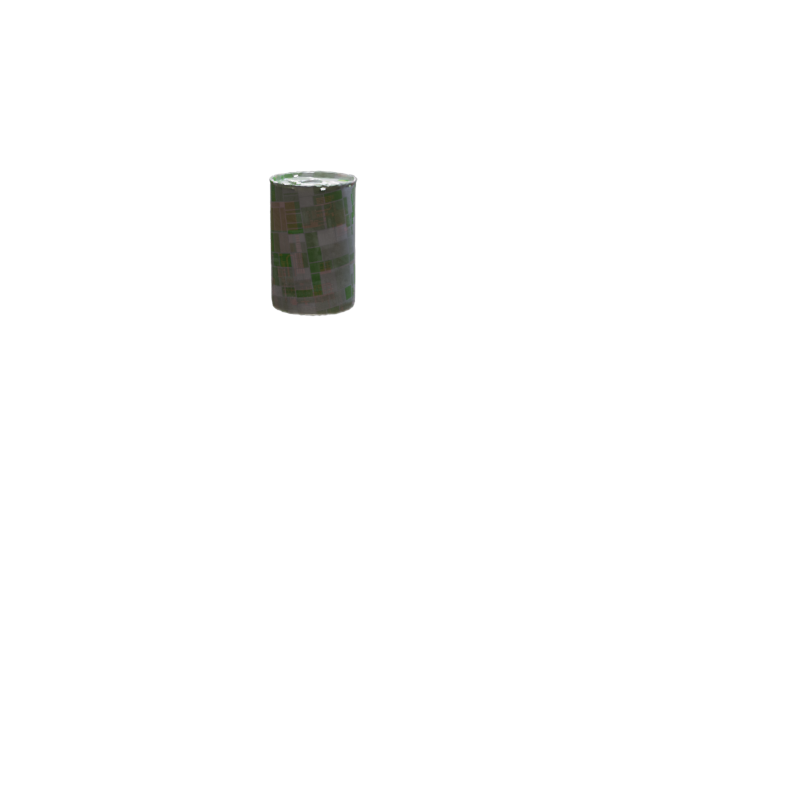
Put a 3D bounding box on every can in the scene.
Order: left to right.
[{"bbox_3d":[-0.068,-0.124,0.866,0.068,0.099,0.071,0,16,-2],"label":"can"}]
